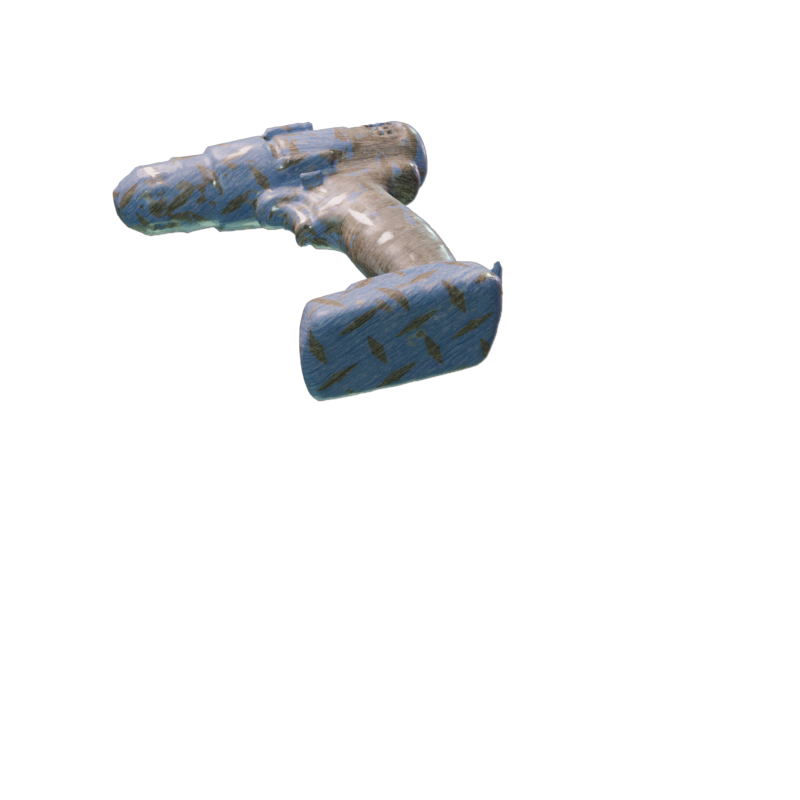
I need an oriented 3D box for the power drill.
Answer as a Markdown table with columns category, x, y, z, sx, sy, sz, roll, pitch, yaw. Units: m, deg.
| category | x | y | z | sx | sy | sz | roll | pitch | yaw |
| --- | --- | --- | --- | --- | --- | --- | --- | --- | --- |
| power drill | -0.046 | -0.084 | 0.586 | 0.182 | 0.053 | 0.203 | -14 | 43 | -16 |
